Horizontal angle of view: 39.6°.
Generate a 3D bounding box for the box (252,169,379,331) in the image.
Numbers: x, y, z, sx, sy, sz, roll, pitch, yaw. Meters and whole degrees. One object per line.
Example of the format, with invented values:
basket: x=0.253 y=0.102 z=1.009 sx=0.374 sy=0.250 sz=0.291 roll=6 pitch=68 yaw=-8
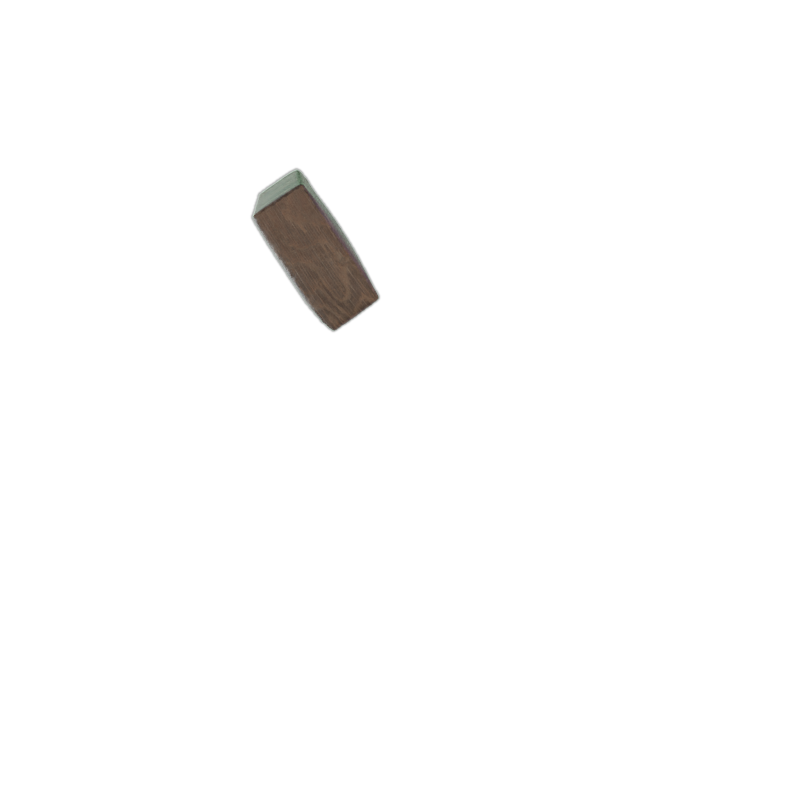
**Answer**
box: x=-0.062 y=-0.113 z=0.790 sx=0.048 sy=0.091 sz=0.182 roll=-33 pitch=15 yaw=5
